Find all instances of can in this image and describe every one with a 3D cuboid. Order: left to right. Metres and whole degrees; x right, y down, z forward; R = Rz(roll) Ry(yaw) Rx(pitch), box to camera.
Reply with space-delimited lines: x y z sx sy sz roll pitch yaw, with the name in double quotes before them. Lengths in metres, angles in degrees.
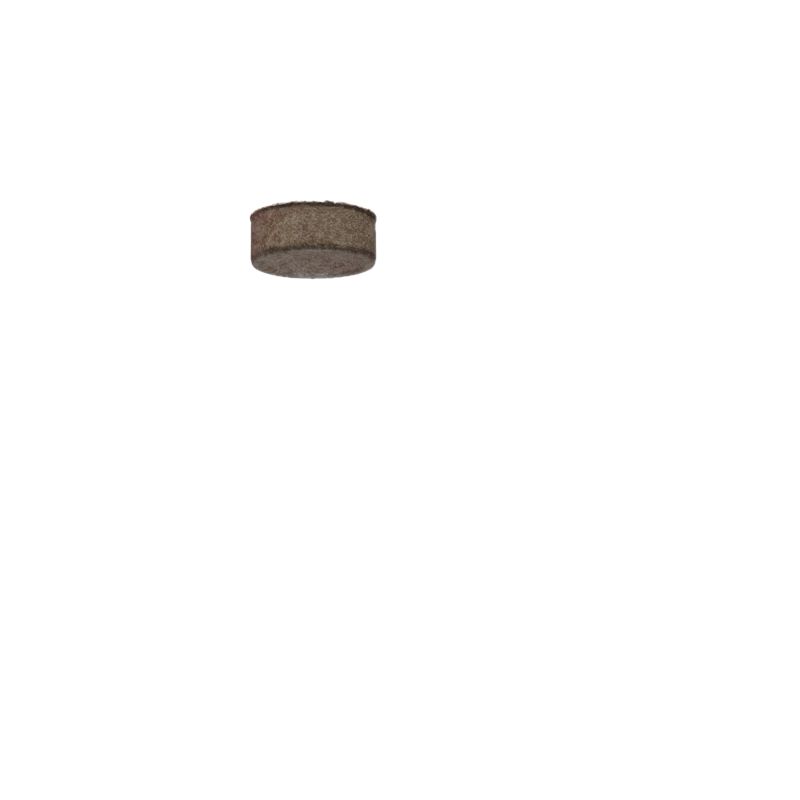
"can" -0.058 -0.106 0.744 0.086 0.034 0.084 0 -8 -2
